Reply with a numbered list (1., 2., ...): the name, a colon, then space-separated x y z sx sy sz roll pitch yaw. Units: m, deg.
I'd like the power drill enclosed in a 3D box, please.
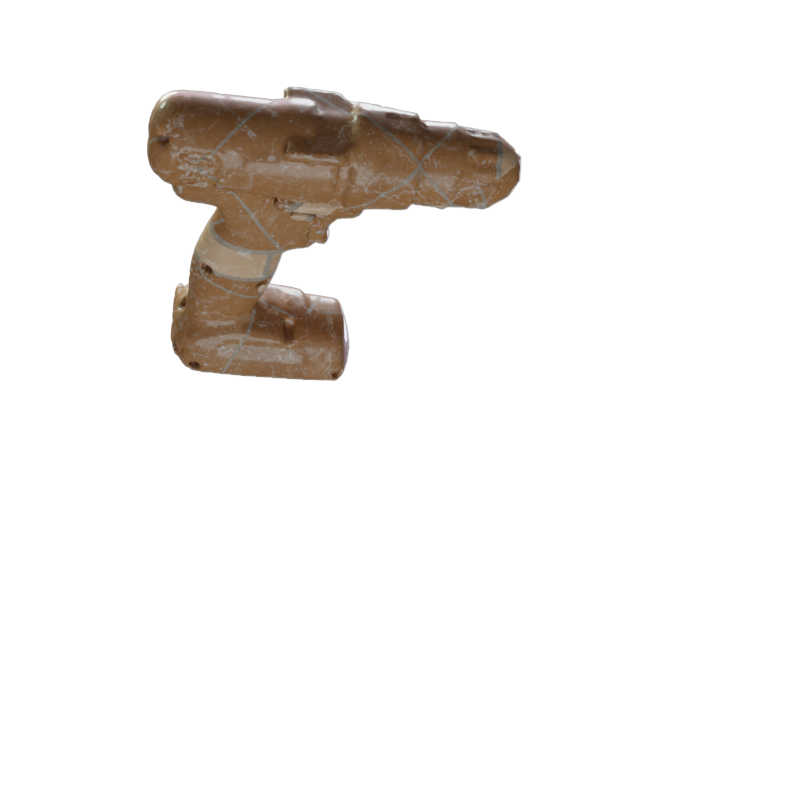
1. power drill: -0.046 -0.085 0.592 0.182 0.062 0.177 7 -39 -9
